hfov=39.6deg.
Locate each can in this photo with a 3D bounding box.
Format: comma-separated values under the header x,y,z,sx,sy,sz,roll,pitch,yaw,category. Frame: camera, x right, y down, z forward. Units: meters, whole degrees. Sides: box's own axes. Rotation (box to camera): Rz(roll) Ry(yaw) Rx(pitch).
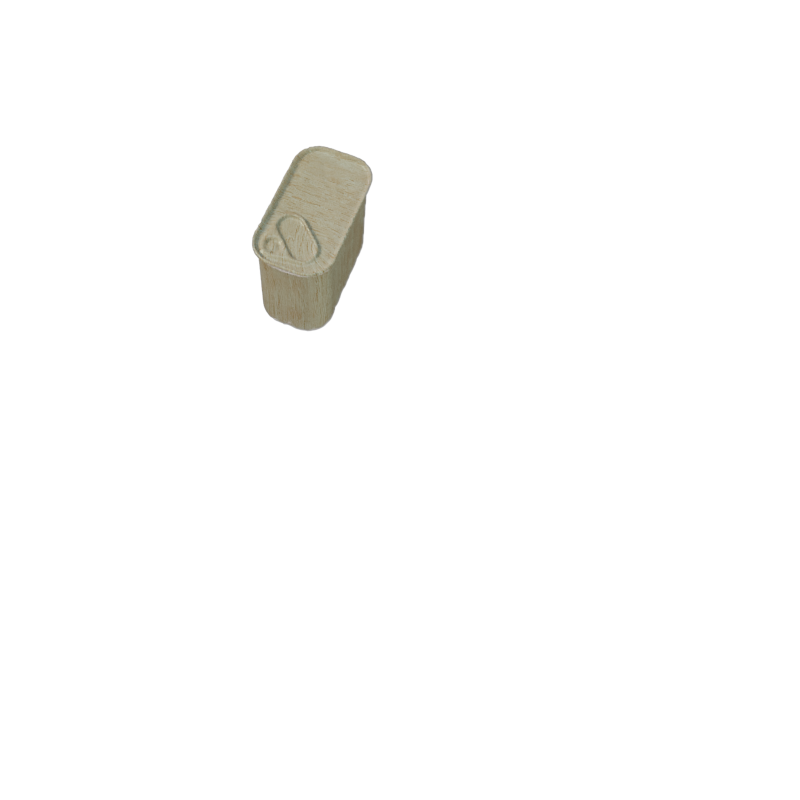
x,y,z,sx,sy,sz,roll,pitch,yaw,category
-0.060,-0.110,0.770,0.059,0.106,0.079,19,-28,7,can
